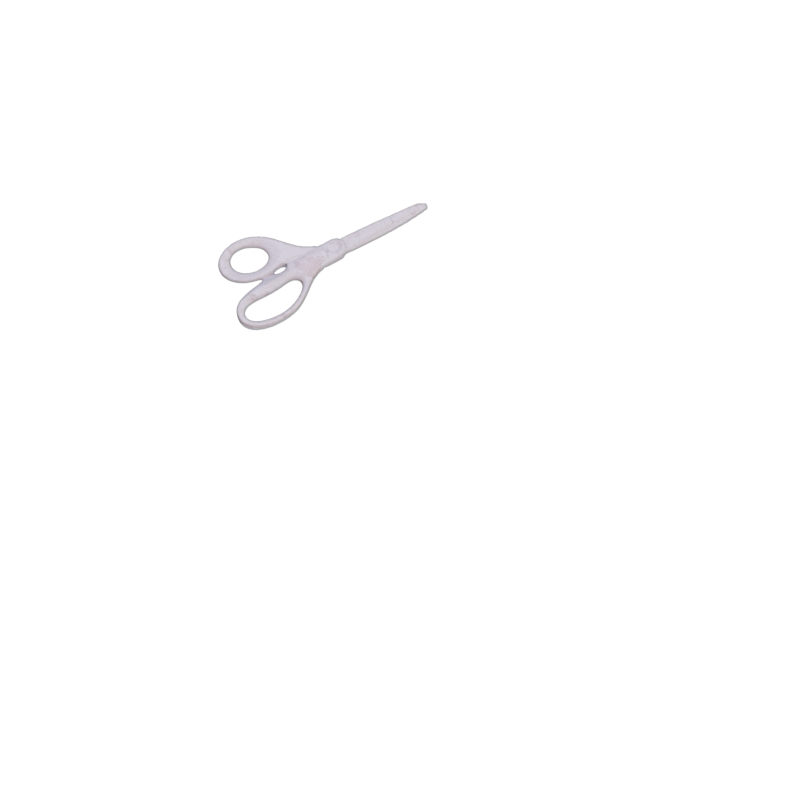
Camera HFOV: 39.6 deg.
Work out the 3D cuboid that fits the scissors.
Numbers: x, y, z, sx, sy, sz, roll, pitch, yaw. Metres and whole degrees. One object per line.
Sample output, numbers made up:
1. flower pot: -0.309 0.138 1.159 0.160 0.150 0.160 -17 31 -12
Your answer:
1. scissors: -0.078 -0.142 0.994 0.101 0.204 0.015 40 -21 19
